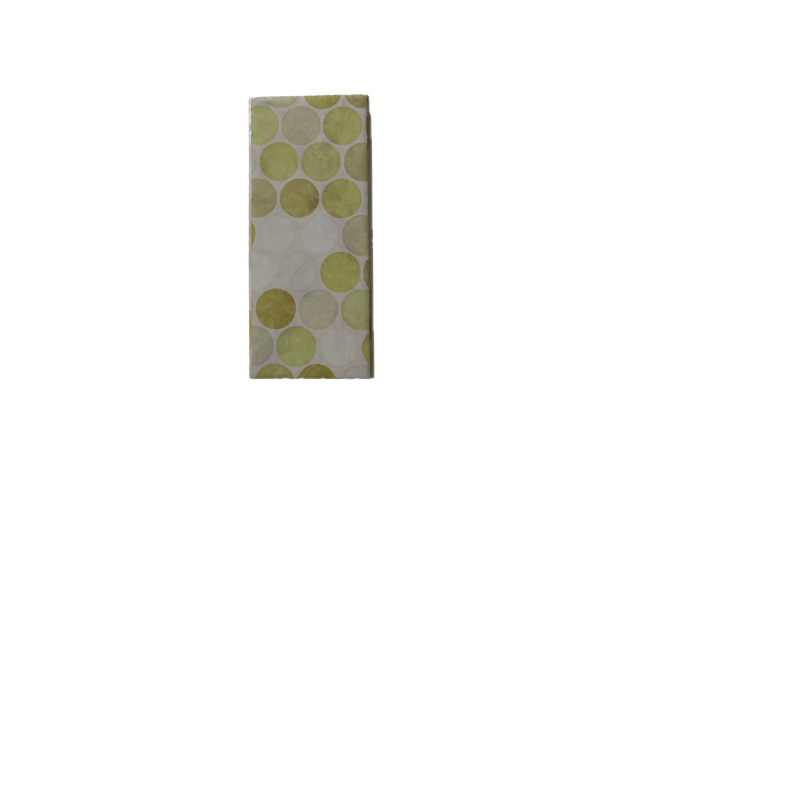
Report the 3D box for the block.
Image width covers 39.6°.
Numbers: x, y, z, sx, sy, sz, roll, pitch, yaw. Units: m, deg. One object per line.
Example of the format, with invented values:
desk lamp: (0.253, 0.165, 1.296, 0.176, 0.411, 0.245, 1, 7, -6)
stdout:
block: (-0.066, -0.120, 0.841, 0.091, 0.209, 0.088, -1, -5, 2)
